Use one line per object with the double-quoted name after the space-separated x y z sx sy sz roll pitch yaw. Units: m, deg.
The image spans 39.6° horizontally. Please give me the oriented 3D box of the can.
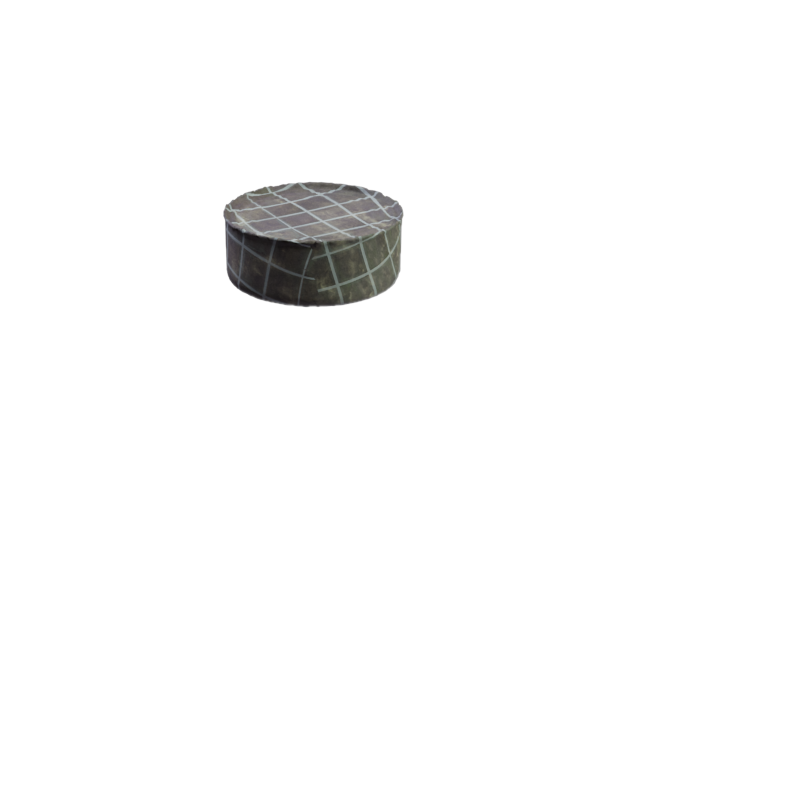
-0.042 -0.076 0.533 0.086 0.032 0.091 -1 27 -2 "can"
